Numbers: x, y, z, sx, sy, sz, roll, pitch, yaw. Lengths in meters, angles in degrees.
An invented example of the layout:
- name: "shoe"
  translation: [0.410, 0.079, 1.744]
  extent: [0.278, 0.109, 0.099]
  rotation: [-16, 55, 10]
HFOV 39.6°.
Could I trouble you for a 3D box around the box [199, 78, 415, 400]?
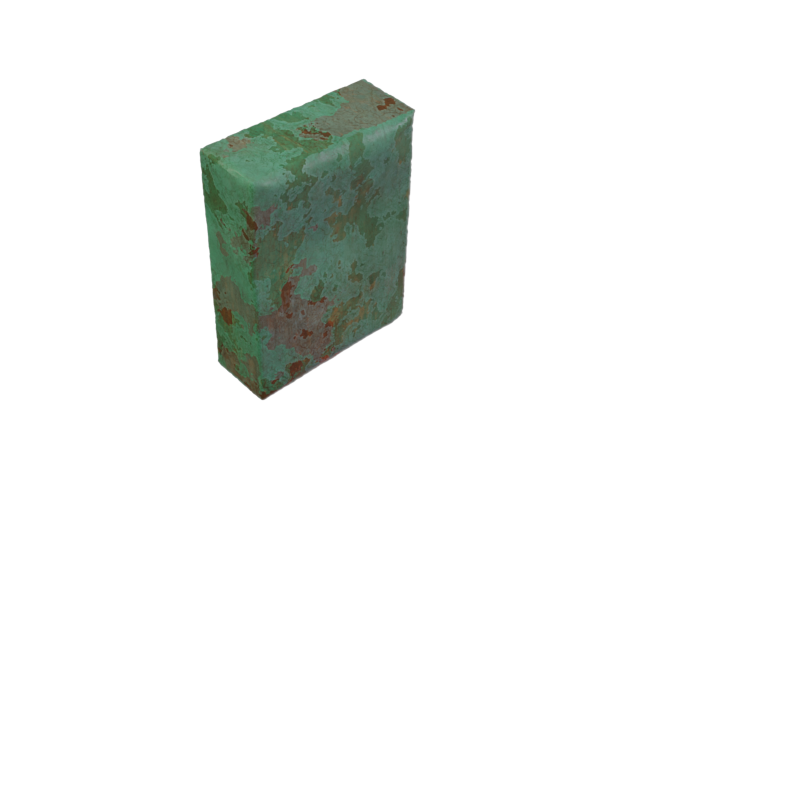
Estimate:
- name: "box"
  translation: [-0.069, -0.127, 0.888]
  extent: [0.164, 0.199, 0.077]
  rotation: [-31, 52, -32]
